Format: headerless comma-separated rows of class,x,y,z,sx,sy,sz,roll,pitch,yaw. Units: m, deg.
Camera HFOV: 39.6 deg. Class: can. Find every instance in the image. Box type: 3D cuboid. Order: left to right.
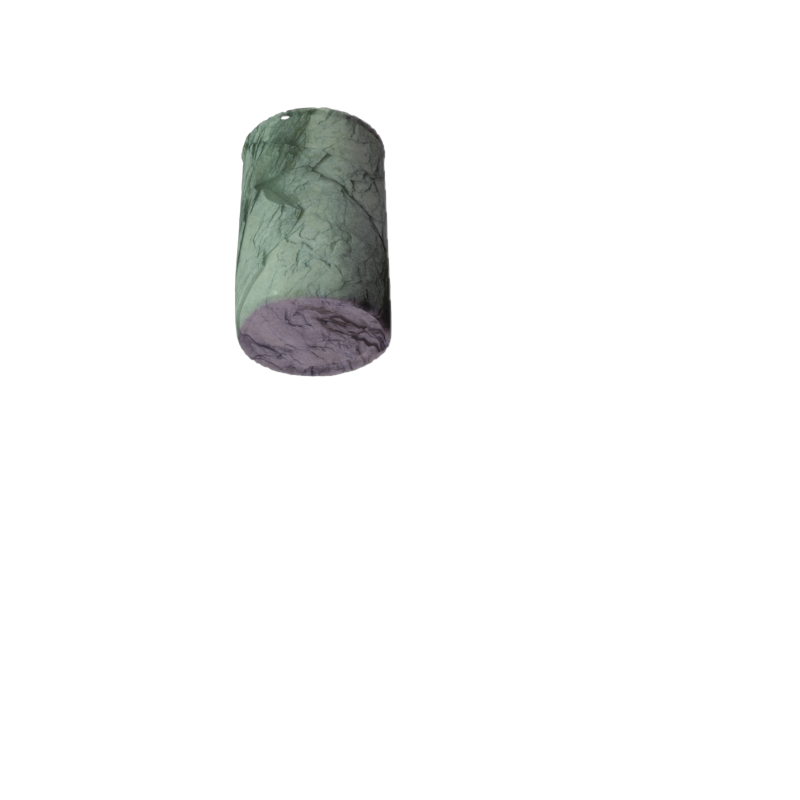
can,-0.039,-0.071,0.496,0.068,0.109,0.064,-1,-32,-2
